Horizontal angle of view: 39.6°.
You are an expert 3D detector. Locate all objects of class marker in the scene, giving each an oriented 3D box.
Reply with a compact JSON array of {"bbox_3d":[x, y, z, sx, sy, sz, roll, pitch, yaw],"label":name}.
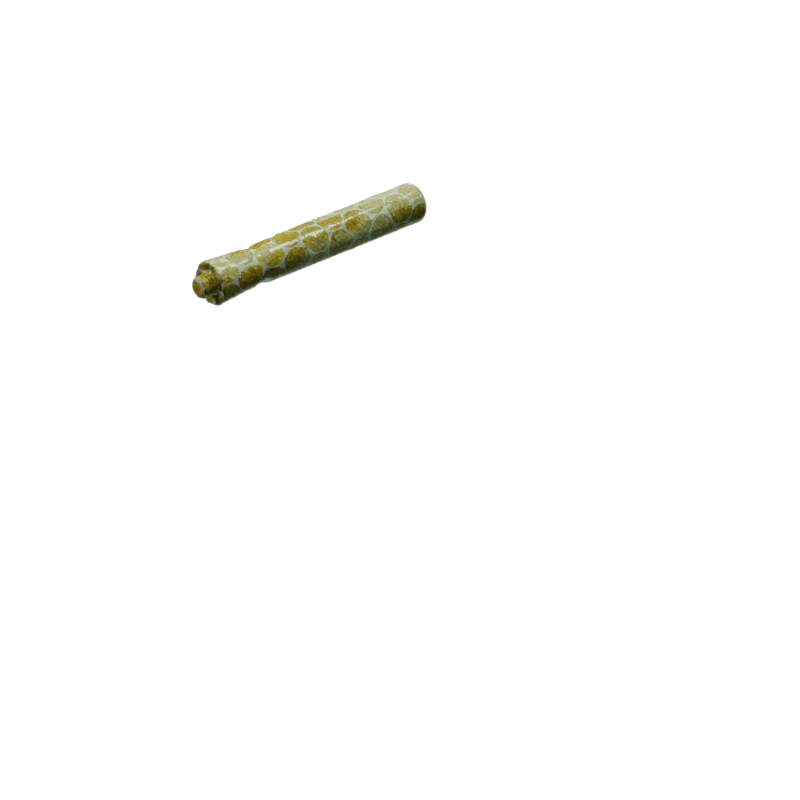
[{"bbox_3d":[-0.037,-0.067,0.470,0.120,0.019,0.021,-28,21,-36],"label":"marker"}]
